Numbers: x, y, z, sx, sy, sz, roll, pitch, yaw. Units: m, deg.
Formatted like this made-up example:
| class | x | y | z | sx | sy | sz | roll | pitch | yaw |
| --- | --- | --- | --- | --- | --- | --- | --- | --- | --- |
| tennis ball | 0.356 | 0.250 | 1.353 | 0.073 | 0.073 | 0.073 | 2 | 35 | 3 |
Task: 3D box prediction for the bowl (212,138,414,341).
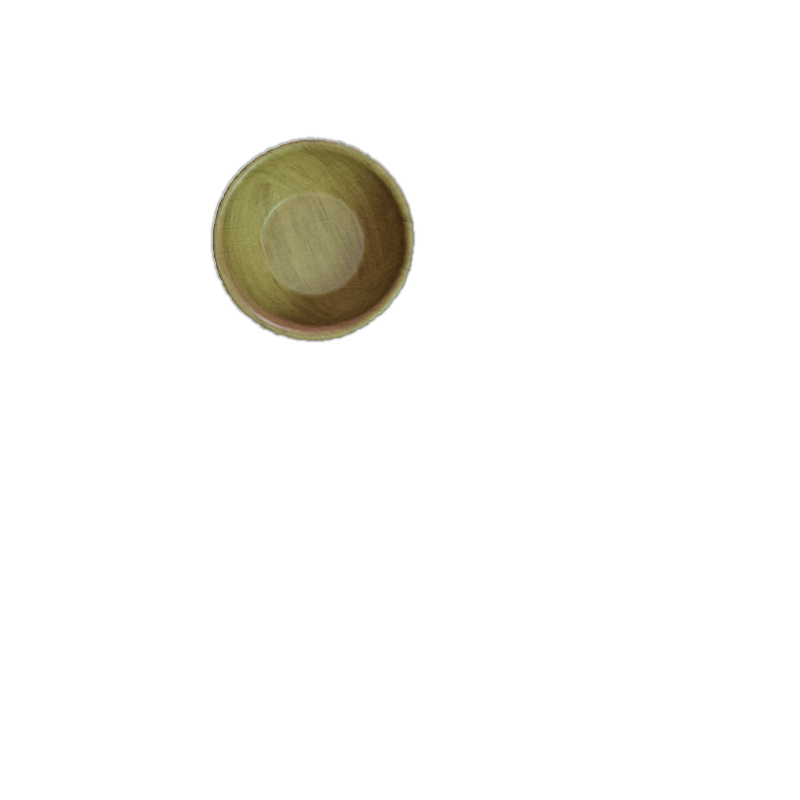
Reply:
| class | x | y | z | sx | sy | sz | roll | pitch | yaw |
| --- | --- | --- | --- | --- | --- | --- | --- | --- | --- |
| bowl | -0.071 | -0.129 | 0.906 | 0.162 | 0.164 | 0.055 | 0 | -4 | 0 |
